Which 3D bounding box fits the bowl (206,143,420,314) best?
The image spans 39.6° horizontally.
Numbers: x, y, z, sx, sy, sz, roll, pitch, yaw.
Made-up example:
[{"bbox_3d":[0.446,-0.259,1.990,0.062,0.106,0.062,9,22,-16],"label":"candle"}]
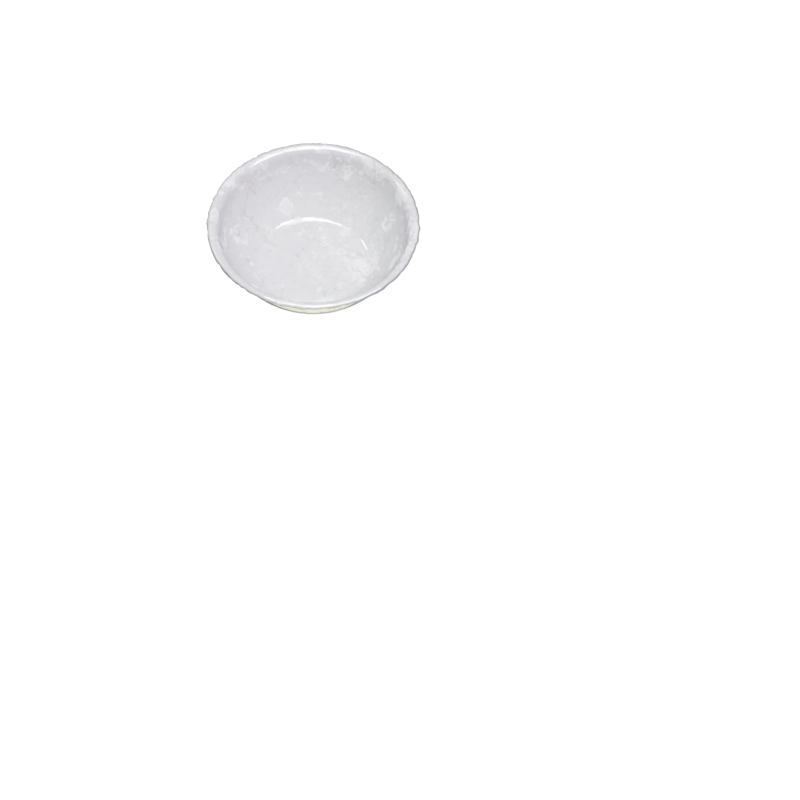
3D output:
[{"bbox_3d":[-0.067,-0.123,0.861,0.162,0.174,0.051,-1,-35,-1],"label":"bowl"}]
